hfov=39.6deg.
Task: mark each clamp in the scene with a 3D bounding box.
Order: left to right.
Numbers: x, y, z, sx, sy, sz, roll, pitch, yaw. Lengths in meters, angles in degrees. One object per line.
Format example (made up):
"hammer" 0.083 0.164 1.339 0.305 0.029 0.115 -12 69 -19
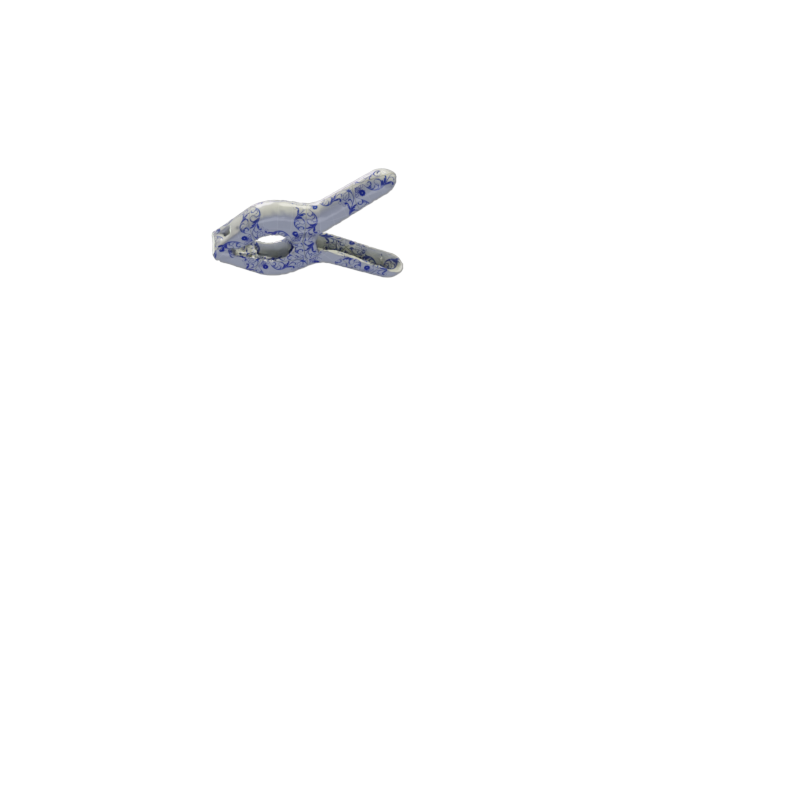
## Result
"clamp" -0.076 -0.139 0.975 0.173 0.111 0.042 -10 41 9
